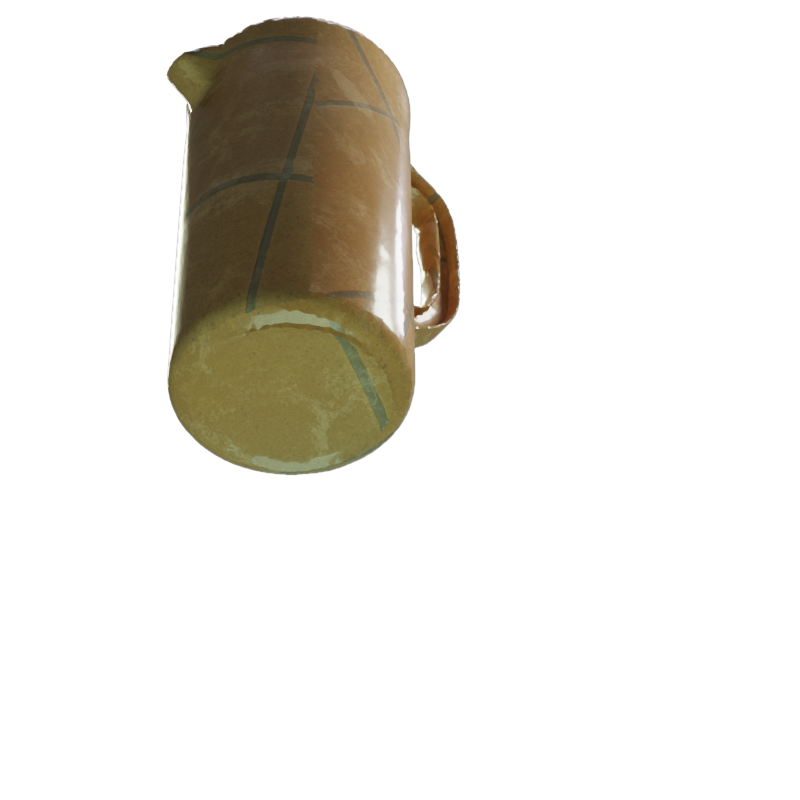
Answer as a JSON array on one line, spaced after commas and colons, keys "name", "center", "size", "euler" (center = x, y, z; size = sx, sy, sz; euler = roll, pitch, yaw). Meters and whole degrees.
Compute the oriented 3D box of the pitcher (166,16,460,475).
[{"name": "pitcher", "center": [-0.045, -0.082, 0.572], "size": [0.150, 0.134, 0.261], "euler": [-8, 42, 4]}]
